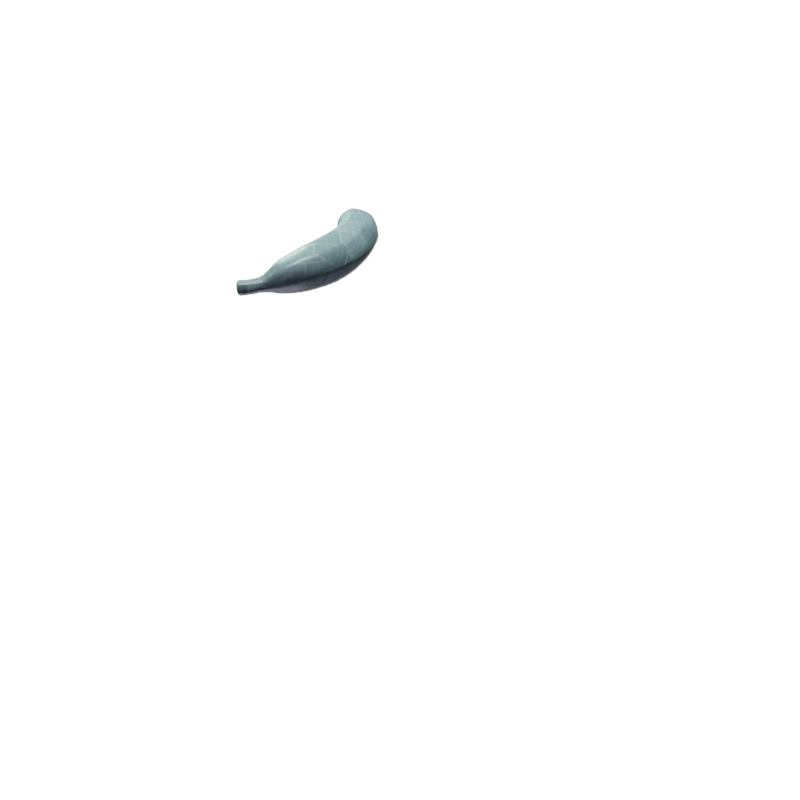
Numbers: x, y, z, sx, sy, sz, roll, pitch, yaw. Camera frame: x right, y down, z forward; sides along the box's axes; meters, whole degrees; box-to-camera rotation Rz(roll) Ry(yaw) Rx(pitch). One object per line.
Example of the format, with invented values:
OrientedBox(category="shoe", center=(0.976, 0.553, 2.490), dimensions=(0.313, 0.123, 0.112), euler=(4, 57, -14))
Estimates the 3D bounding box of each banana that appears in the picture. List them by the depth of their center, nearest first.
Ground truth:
OrientedBox(category="banana", center=(-0.058, -0.129, 0.927), dimensions=(0.072, 0.035, 0.200), euler=(11, 27, 23))
